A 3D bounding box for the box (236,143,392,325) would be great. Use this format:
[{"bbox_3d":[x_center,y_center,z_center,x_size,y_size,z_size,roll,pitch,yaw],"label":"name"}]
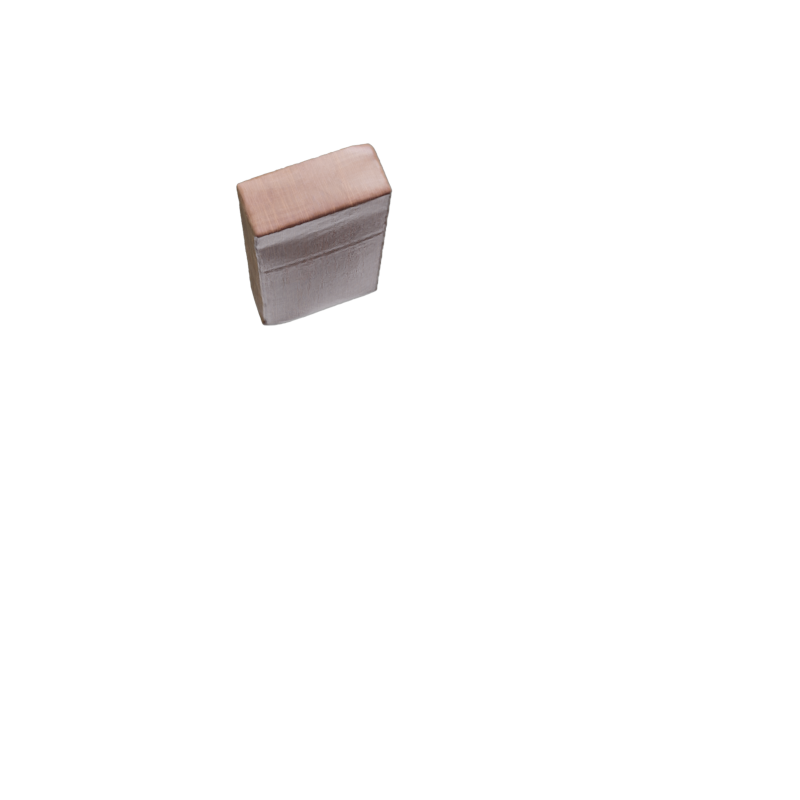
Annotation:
[{"bbox_3d":[-0.060,-0.109,0.764,0.093,0.051,0.168,-19,-16,-10],"label":"box"}]
